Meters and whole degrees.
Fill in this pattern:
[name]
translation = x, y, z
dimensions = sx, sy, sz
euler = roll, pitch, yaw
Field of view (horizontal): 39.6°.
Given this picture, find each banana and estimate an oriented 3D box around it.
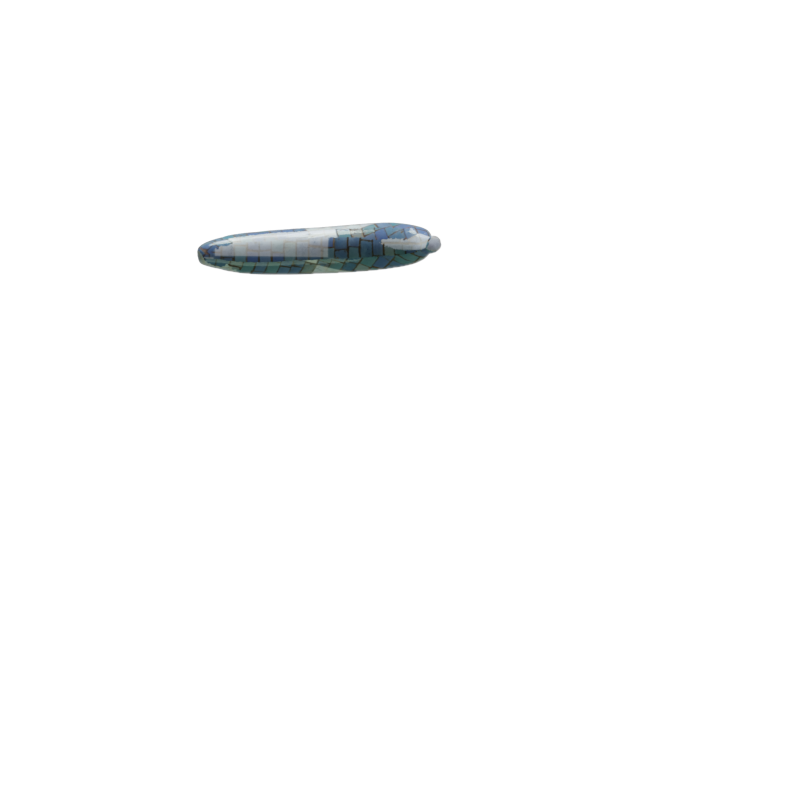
[banana]
translation = -0.058, -0.121, 0.871
dimensions = 0.202, 0.038, 0.066
euler = -2, -7, 19
